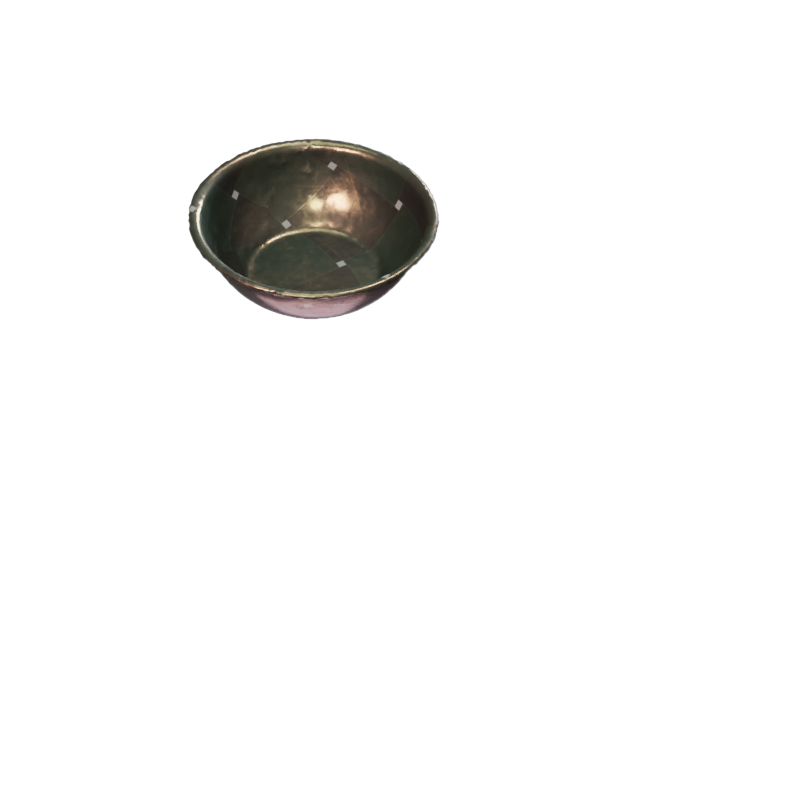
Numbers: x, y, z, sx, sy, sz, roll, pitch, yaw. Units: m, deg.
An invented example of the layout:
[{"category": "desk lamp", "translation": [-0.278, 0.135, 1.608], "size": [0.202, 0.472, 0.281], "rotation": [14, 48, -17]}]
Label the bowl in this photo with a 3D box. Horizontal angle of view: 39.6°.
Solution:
[{"category": "bowl", "translation": [-0.057, -0.104, 0.731], "size": [0.162, 0.051, 0.174], "rotation": [-1, 44, -1]}]
